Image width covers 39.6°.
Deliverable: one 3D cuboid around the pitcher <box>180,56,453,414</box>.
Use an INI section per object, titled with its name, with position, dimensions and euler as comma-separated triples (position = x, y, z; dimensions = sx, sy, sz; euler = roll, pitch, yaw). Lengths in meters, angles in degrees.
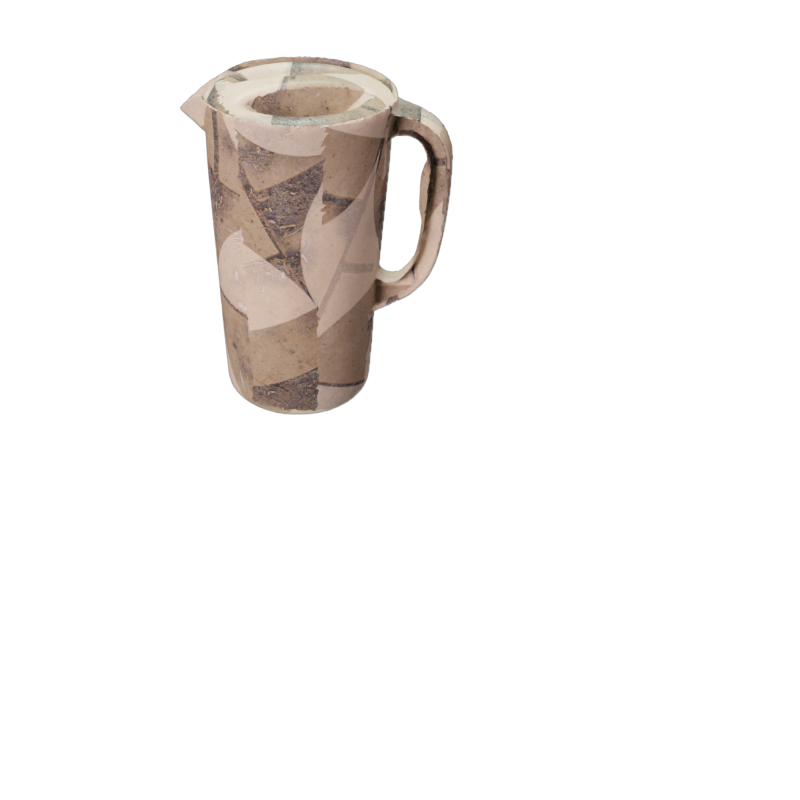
[pitcher]
position = -0.062, -0.113, 0.791
dimensions = 0.143, 0.228, 0.161
euler = -19, 37, -30
